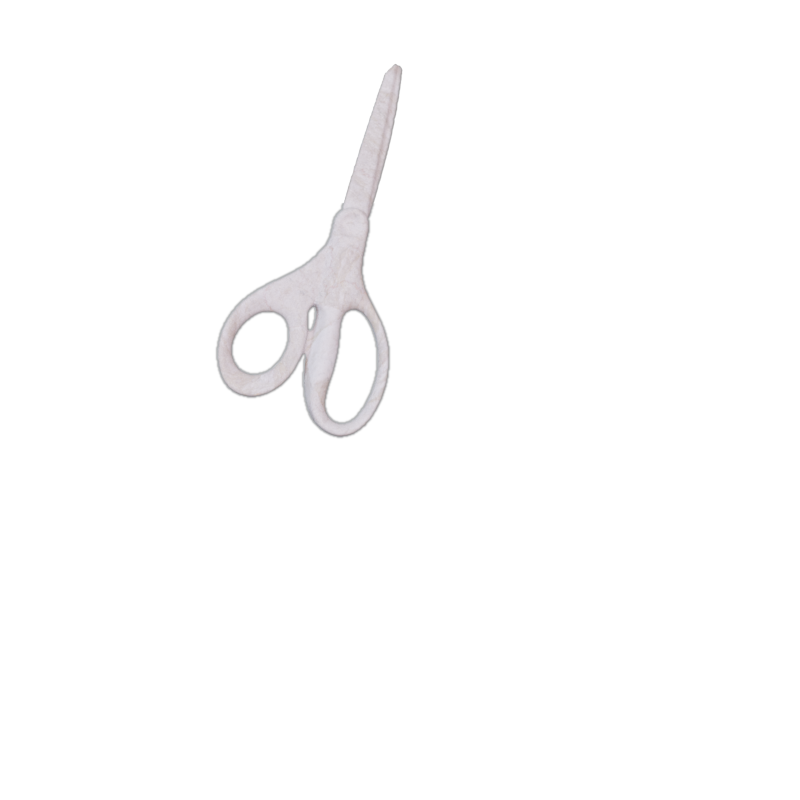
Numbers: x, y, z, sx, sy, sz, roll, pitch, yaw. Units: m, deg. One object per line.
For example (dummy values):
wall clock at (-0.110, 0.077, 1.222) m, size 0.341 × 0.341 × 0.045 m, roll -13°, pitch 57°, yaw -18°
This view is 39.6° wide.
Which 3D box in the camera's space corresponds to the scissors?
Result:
scissors at (-0.045, -0.083, 0.579) m, size 0.096 × 0.209 × 0.015 m, roll -1°, pitch -16°, yaw 0°
